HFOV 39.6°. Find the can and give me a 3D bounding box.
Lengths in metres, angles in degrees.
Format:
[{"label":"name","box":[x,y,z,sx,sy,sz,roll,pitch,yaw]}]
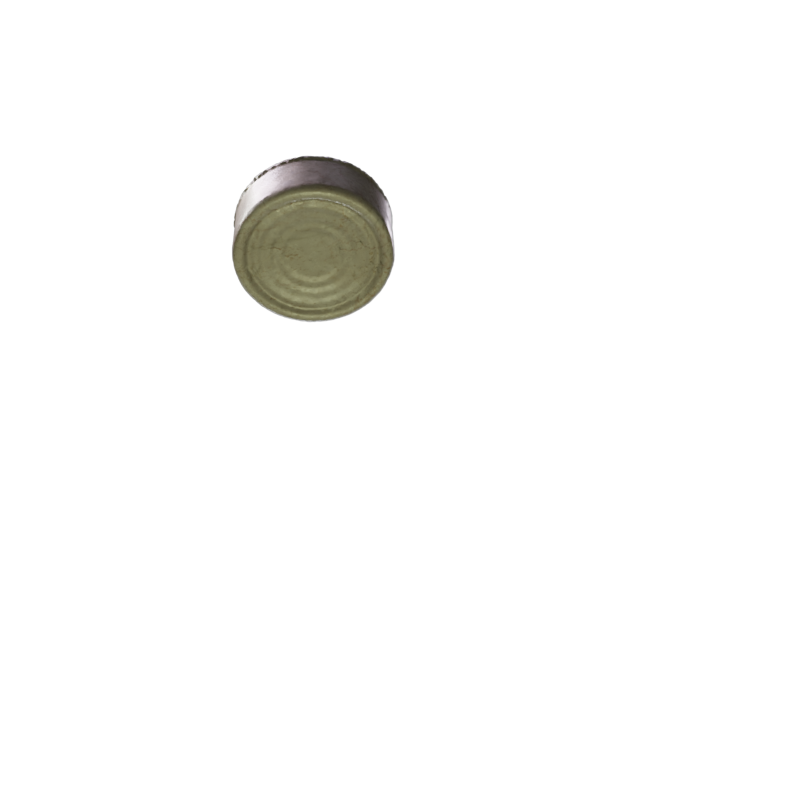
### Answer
[{"label":"can","box":[-0.046,-0.083,0.584,0.086,0.080,0.036,1,36,-1]}]
